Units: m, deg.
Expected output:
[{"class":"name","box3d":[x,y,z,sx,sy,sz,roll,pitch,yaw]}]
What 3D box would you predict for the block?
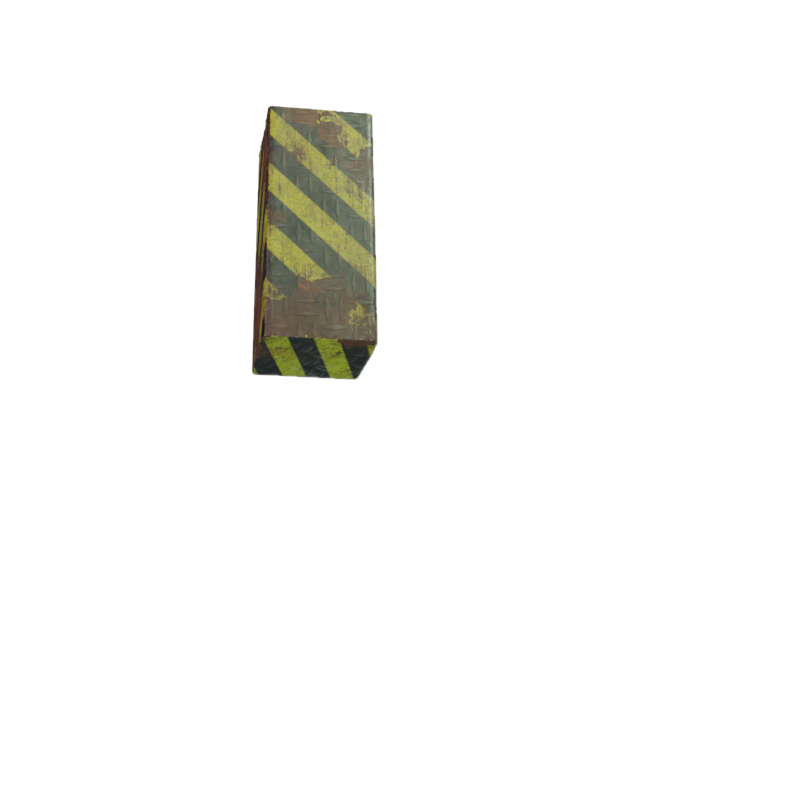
[{"class":"block","box3d":[-0.072,-0.131,0.918,0.089,0.218,0.086,3,-25,-10]}]
